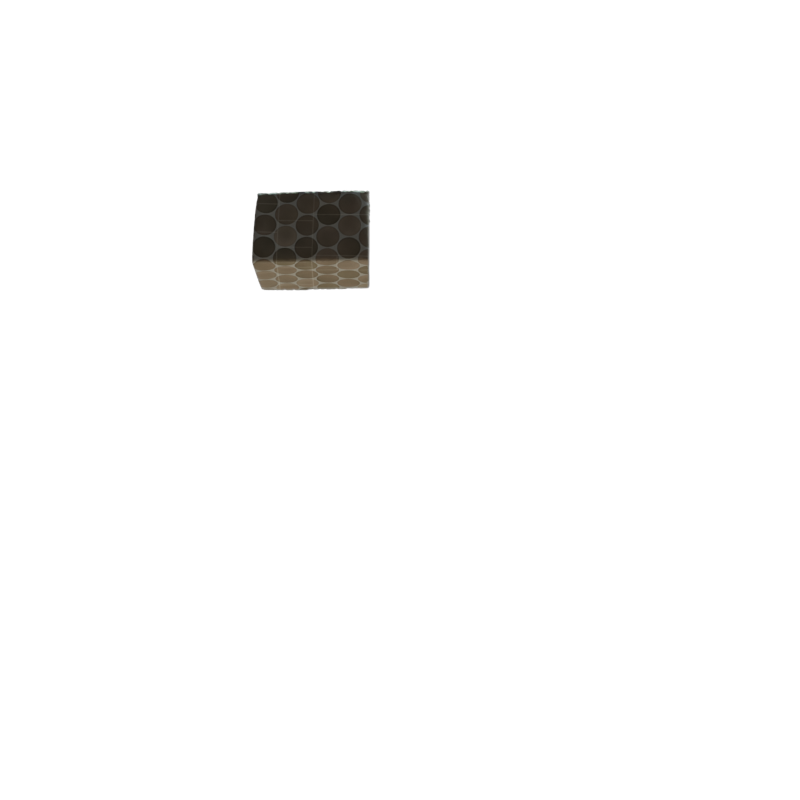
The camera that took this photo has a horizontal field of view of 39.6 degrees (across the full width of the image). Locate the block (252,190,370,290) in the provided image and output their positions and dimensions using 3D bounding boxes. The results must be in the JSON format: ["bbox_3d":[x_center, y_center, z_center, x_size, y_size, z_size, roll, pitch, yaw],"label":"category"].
[{"bbox_3d":[-0.059,-0.108,0.753,0.078,0.054,0.050,-1,-20,1],"label":"block"}]
